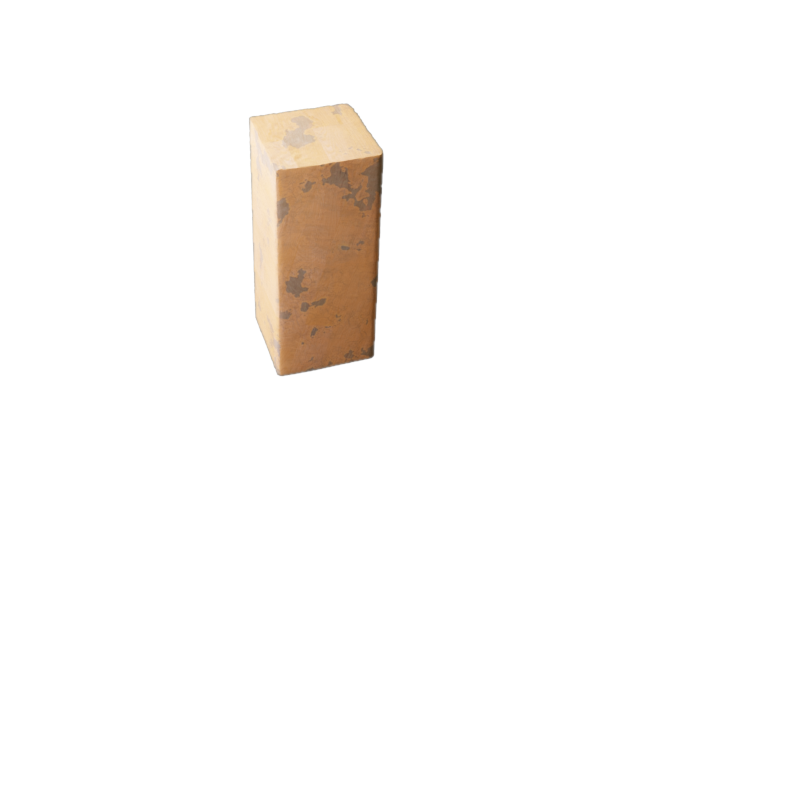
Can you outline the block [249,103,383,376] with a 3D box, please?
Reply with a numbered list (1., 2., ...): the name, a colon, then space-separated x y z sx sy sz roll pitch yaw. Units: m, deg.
1. block: -0.072 -0.133 0.934 0.089 0.193 0.098 -10 39 -16
